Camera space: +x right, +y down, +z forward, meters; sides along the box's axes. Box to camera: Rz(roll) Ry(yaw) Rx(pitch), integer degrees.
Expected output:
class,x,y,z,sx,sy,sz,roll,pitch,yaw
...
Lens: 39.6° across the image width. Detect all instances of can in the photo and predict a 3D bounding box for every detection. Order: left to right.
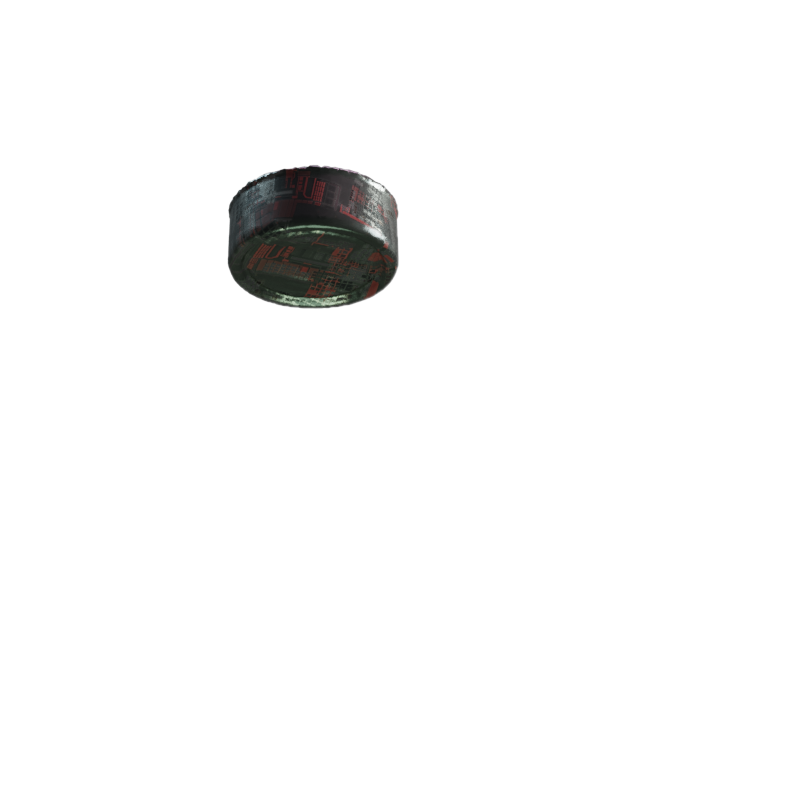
class,x,y,z,sx,sy,sz,roll,pitch,yaw
can,-0.043,-0.079,0.553,0.086,0.036,0.081,1,-26,-2
